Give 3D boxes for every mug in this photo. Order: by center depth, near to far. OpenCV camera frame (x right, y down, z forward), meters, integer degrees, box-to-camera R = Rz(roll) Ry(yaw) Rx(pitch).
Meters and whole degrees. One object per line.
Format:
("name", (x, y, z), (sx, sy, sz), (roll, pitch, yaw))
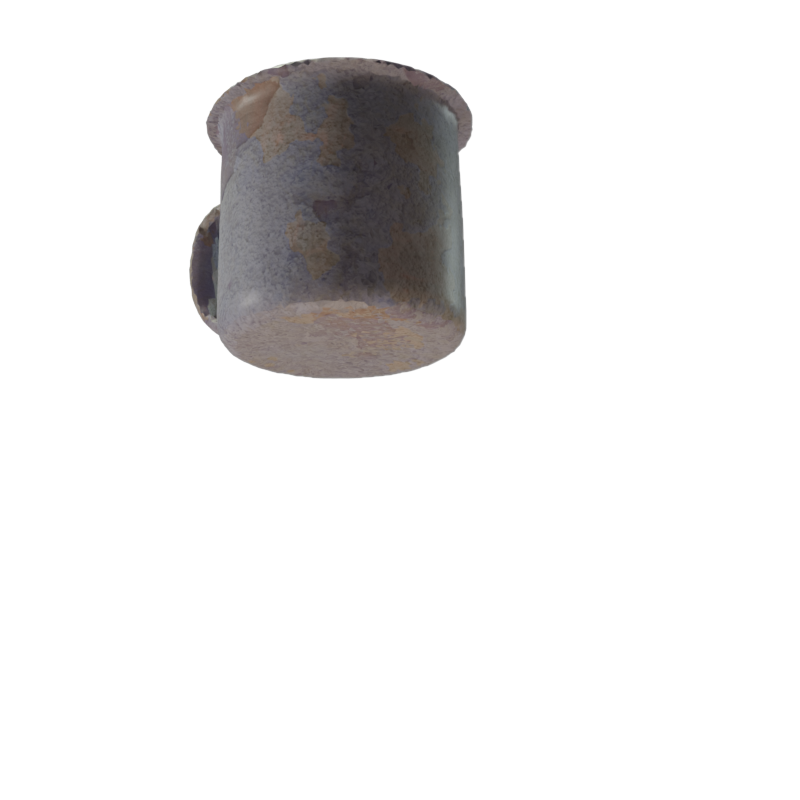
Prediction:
("mug", (-0.030, -0.054, 0.381), (0.119, 0.085, 0.087), (-13, -23, 35))
